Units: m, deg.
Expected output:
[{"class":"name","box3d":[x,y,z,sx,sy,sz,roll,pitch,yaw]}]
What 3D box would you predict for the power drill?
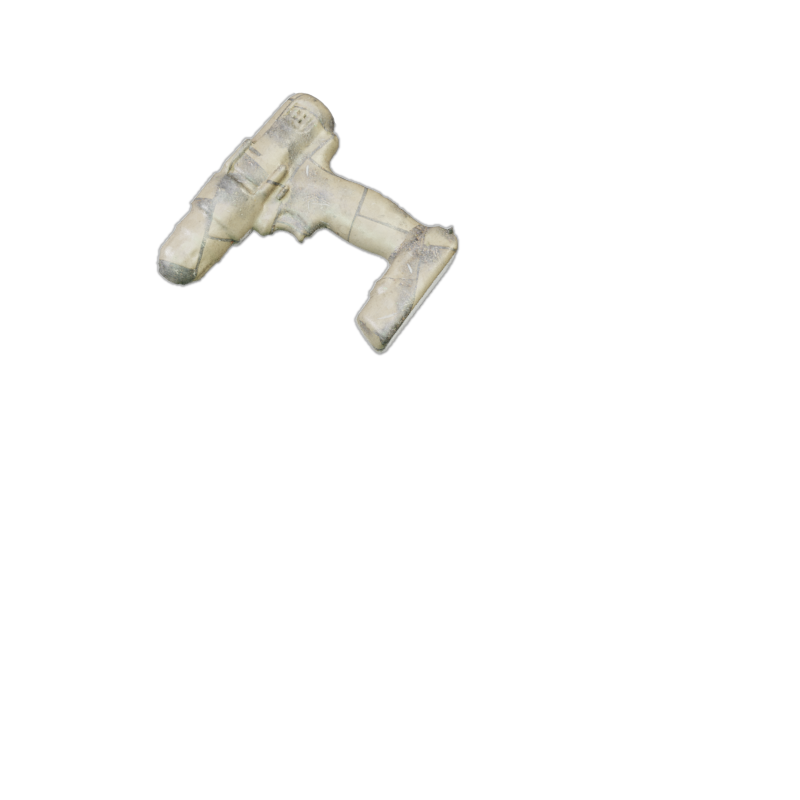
[{"class":"power drill","box3d":[-0.066,-0.120,0.841,0.192,0.187,0.055,37,-12,9]}]
